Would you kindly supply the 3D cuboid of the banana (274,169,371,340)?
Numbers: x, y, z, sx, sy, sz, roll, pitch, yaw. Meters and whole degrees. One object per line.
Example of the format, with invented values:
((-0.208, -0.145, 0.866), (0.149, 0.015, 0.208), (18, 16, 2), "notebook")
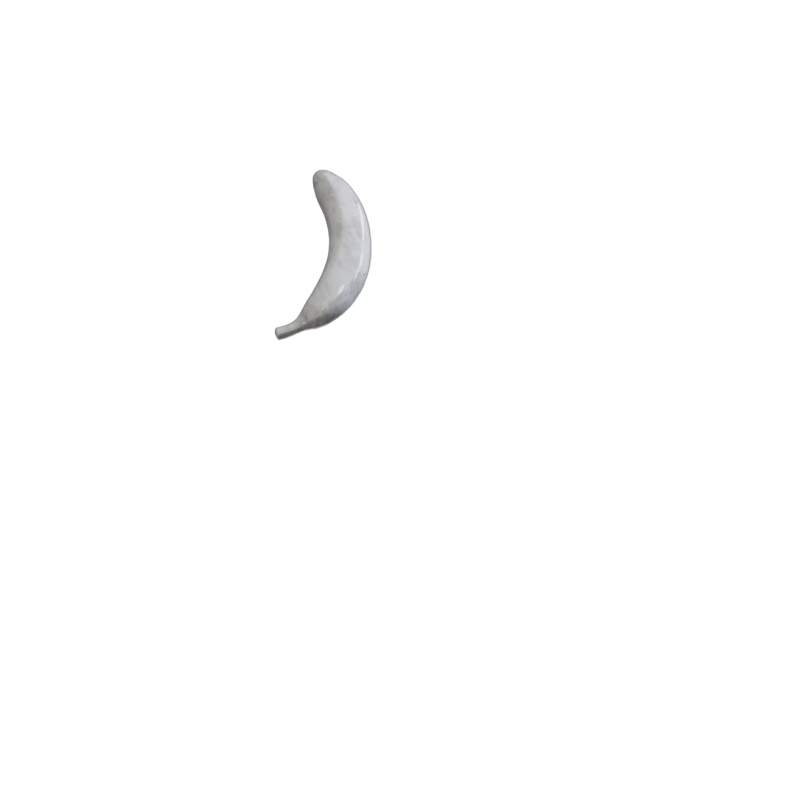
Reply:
((-0.058, -0.133, 0.970), (0.070, 0.210, 0.034), (6, -40, 4), "banana")
